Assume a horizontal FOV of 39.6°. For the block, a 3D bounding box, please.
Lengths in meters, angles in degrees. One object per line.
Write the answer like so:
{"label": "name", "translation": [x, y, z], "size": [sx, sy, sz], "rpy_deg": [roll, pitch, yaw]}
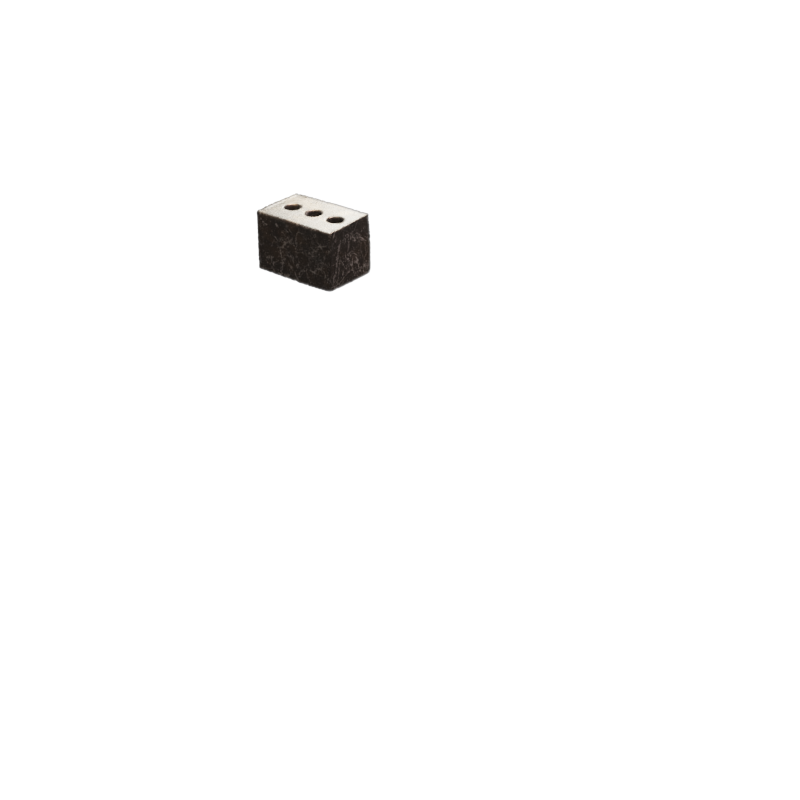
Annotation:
{"label": "block", "translation": [-0.070, -0.127, 0.889], "size": [0.082, 0.049, 0.053], "rpy_deg": [20, 33, 32]}
